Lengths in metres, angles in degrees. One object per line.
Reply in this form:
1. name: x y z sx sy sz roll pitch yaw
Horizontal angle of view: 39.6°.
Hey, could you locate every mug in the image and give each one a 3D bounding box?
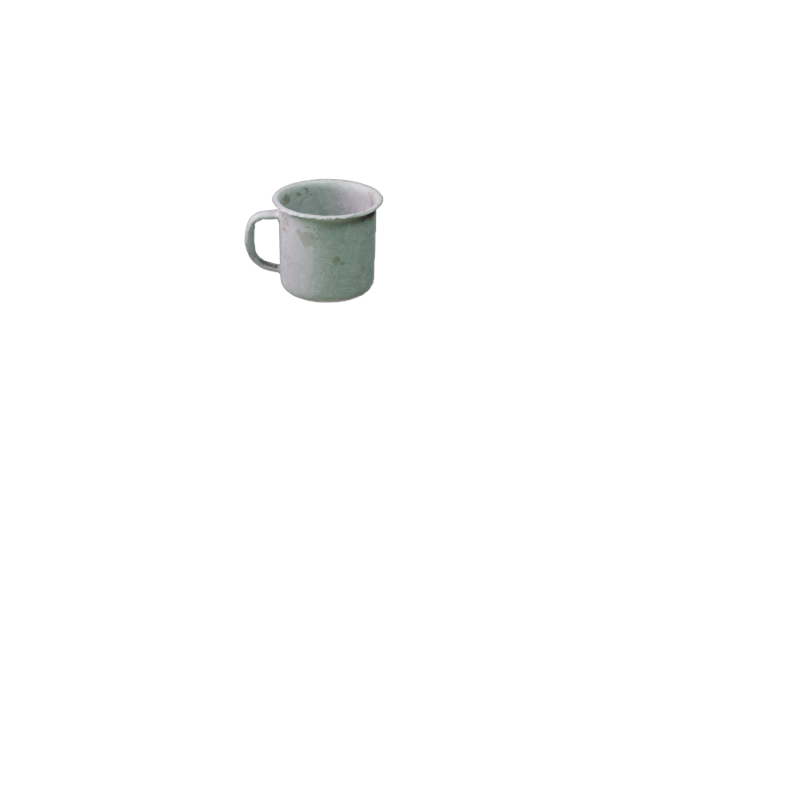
1. mug: -0.074 -0.135 0.943 0.117 0.077 0.099 -1 27 -4
